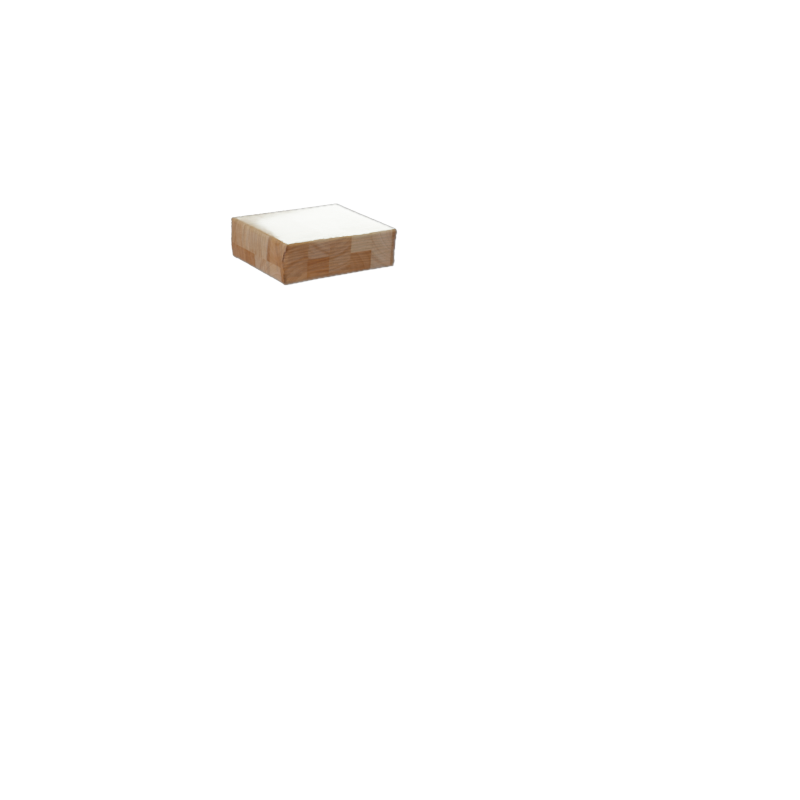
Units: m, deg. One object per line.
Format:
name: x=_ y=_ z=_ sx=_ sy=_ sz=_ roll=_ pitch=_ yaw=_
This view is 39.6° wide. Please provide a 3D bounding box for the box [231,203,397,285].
box: x=-0.073 y=-0.134 z=0.936 sx=0.111 sy=0.037 sz=0.096 roll=-16 pitch=28 yaw=-32
